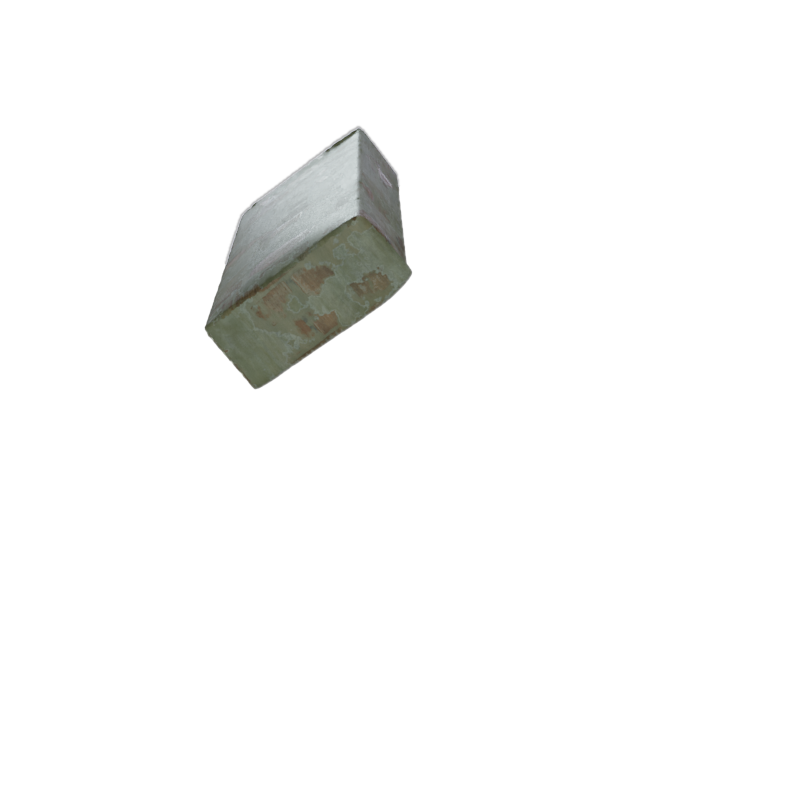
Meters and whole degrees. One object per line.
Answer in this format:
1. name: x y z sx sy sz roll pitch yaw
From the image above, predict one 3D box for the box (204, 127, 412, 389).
1. box: -0.046 -0.083 0.578 0.093 0.046 0.186 -34 24 12
